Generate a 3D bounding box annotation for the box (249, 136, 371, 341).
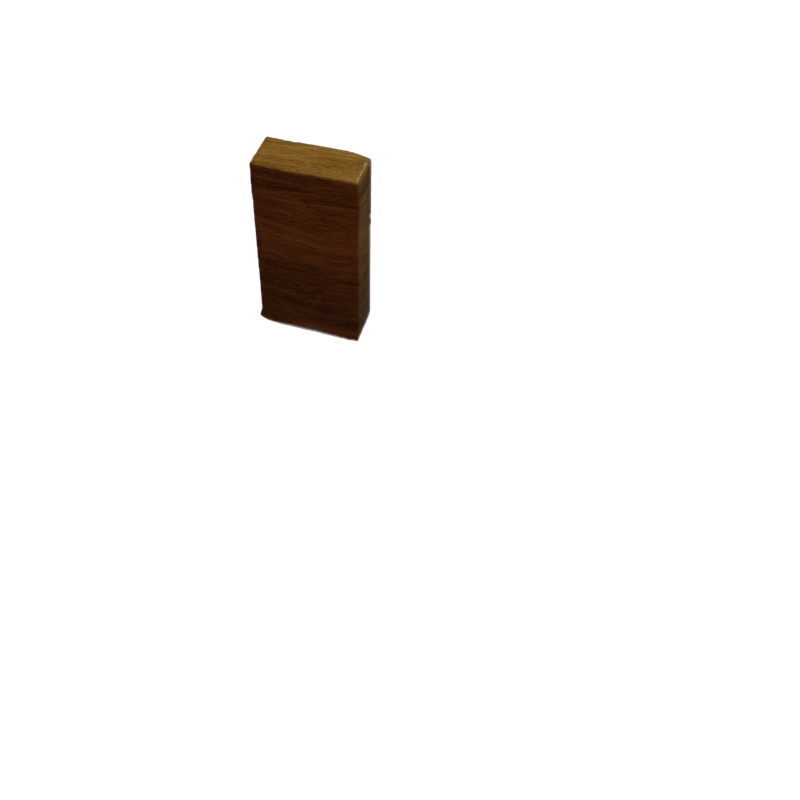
[{"bbox_3d":[-0.072,-0.133,0.928,0.096,0.164,0.050,15,44,12],"label":"box"}]
